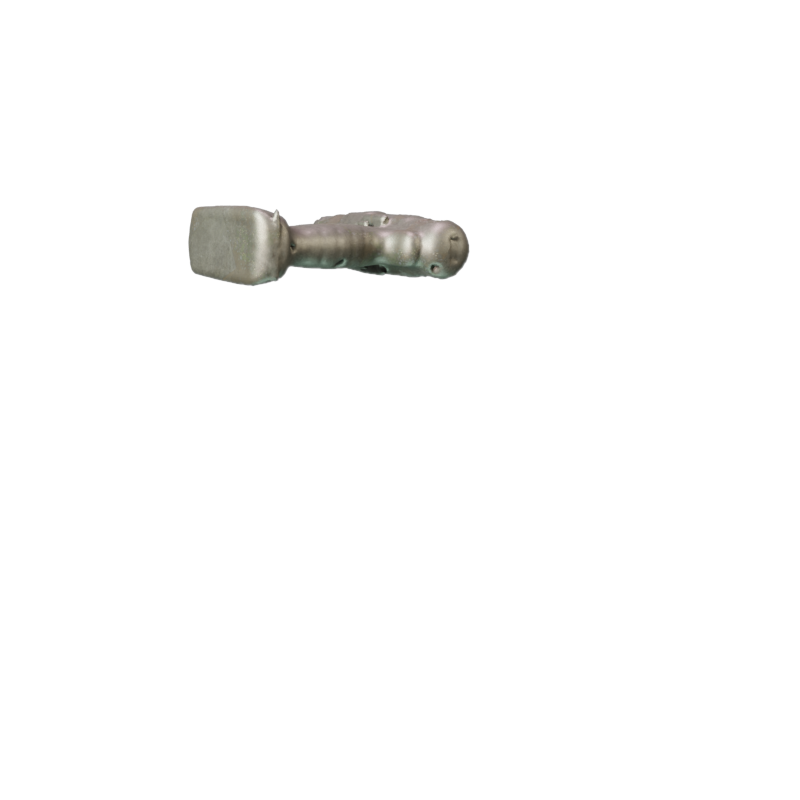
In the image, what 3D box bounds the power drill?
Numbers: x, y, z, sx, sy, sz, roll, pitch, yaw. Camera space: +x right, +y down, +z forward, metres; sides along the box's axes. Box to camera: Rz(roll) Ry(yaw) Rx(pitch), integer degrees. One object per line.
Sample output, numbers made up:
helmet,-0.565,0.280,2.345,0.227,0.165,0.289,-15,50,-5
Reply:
power drill,-0.069,-0.125,0.876,0.182,0.057,0.193,-7,12,-37
